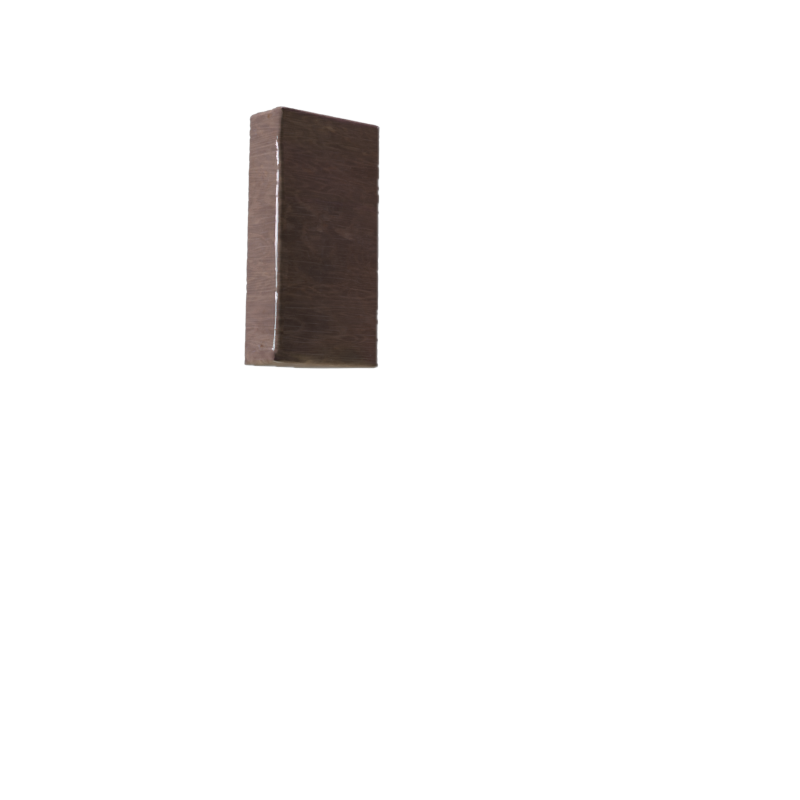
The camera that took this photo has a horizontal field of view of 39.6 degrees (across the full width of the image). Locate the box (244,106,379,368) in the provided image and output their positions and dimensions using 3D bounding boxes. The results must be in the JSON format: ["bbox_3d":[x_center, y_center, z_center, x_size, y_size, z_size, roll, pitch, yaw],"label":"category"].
[{"bbox_3d":[-0.061,-0.112,0.782,0.089,0.180,0.049,6,-10,-40],"label":"box"}]
